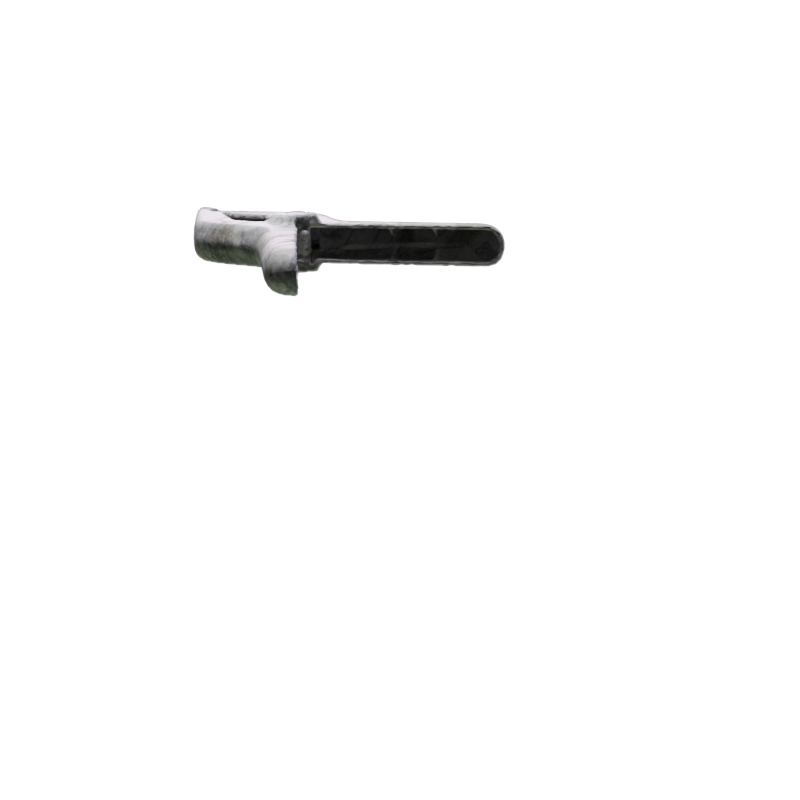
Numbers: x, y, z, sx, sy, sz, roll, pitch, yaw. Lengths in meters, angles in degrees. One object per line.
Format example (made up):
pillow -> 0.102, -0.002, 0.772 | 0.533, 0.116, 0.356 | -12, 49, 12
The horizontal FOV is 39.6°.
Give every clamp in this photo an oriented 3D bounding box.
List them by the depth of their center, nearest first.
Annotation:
clamp -> -0.053, -0.097, 0.680 | 0.160, 0.035, 0.221 | -9, 17, -32
